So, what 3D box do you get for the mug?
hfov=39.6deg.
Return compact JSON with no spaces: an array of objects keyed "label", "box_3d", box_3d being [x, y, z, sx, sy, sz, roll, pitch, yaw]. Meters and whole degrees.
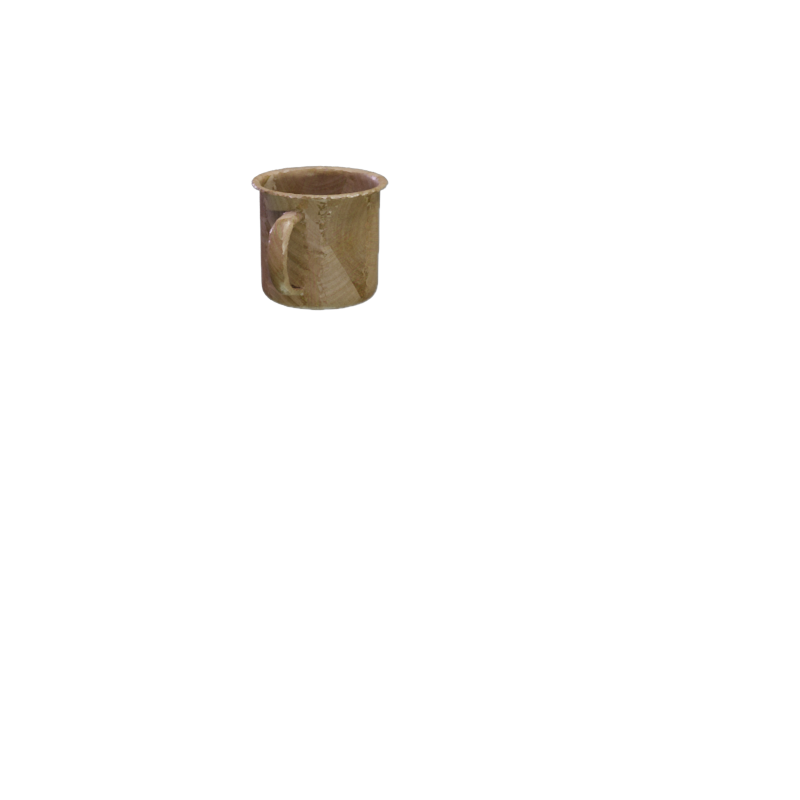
[{"label":"mug","box_3d":[-0.059,-0.107,0.753,0.096,0.078,0.119,7,22,17]}]
